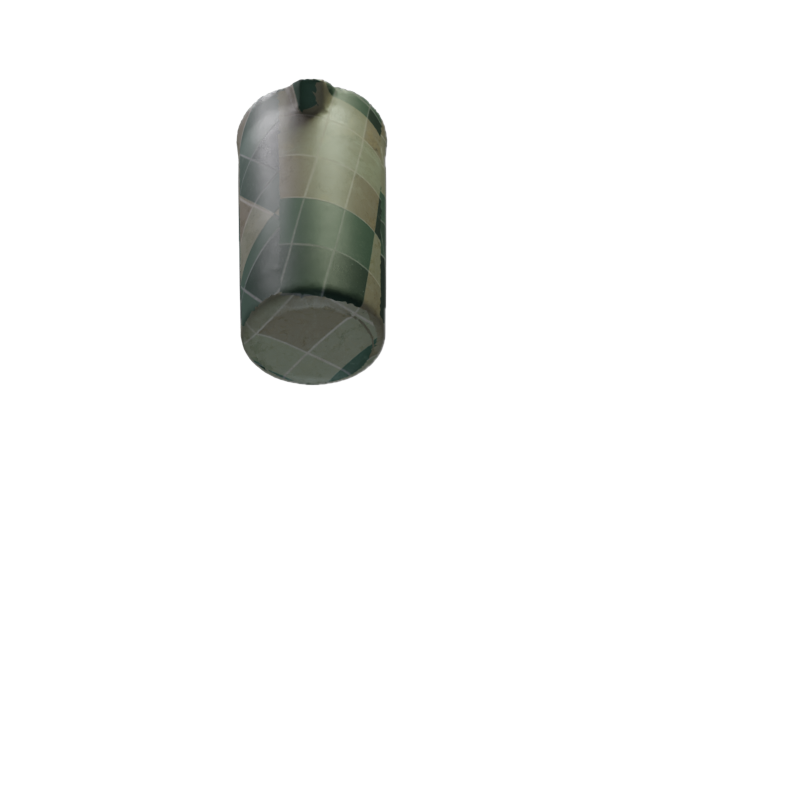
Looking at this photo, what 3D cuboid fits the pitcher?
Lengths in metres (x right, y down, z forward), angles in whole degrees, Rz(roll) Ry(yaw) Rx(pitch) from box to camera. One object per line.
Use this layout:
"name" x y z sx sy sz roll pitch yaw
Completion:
"pitcher" -0.071 -0.130 0.908 0.144 0.261 0.139 -32 -49 29
